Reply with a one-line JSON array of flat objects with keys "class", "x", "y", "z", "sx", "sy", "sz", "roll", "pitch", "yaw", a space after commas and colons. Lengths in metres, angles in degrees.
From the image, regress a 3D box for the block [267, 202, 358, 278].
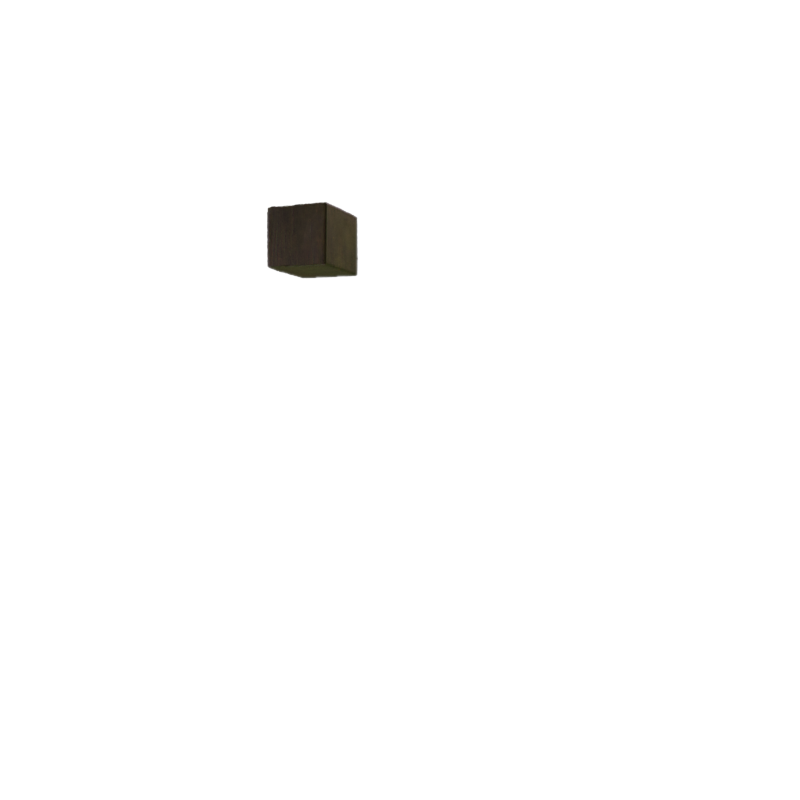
[{"class": "block", "x": -0.072, "y": -0.131, "z": 0.917, "sx": 0.054, "sy": 0.052, "sz": 0.075, "roll": -2, "pitch": -3, "yaw": 18}]
